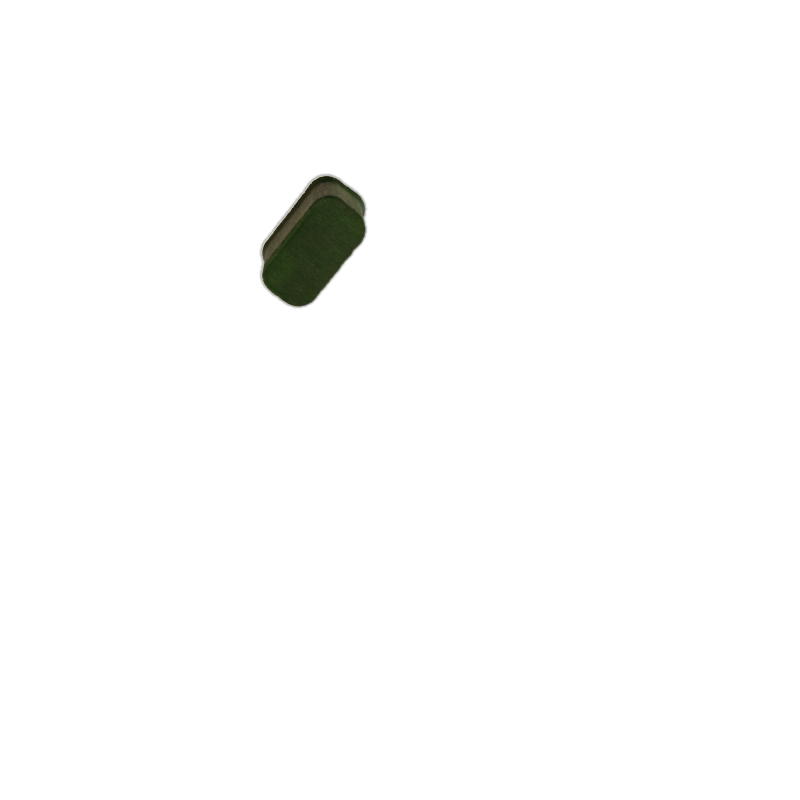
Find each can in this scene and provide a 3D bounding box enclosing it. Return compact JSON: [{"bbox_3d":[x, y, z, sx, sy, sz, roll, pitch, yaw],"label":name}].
[{"bbox_3d":[-0.073,-0.134,0.936,0.056,0.101,0.087,37,12,-13],"label":"can"}]
